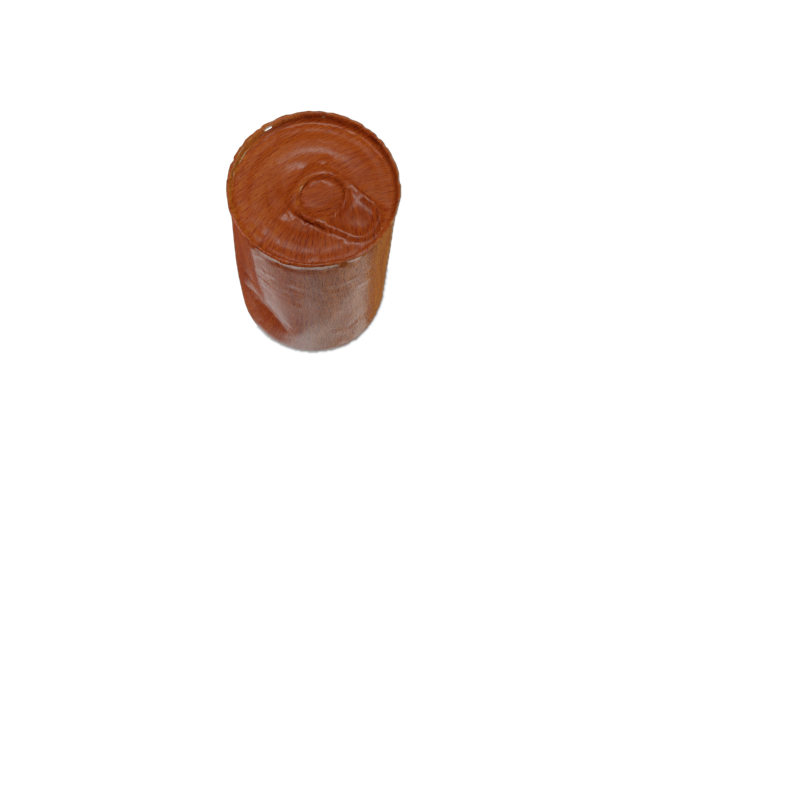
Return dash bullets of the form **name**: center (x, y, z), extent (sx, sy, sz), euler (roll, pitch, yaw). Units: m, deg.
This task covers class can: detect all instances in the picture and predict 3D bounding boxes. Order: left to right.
- **can**: center (-0.037, -0.068, 0.473), extent (0.068, 0.072, 0.097), euler (0, -20, -3)
